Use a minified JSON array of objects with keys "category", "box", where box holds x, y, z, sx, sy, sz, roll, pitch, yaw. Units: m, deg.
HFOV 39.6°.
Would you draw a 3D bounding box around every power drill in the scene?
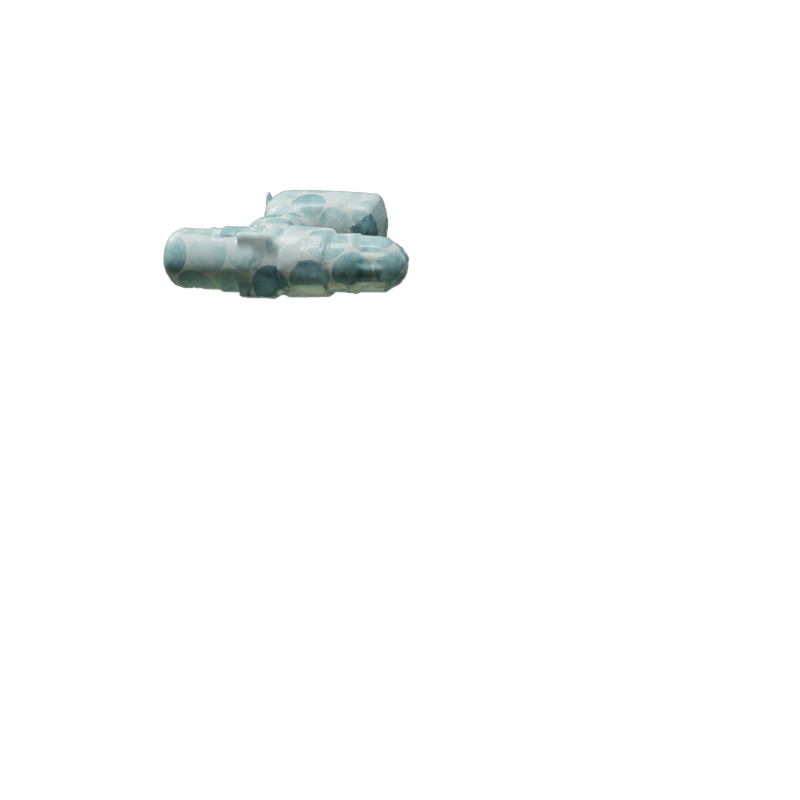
[{"category":"power drill","box":[-0.068,-0.124,0.867,0.189,0.055,0.189,5,18,15]}]
